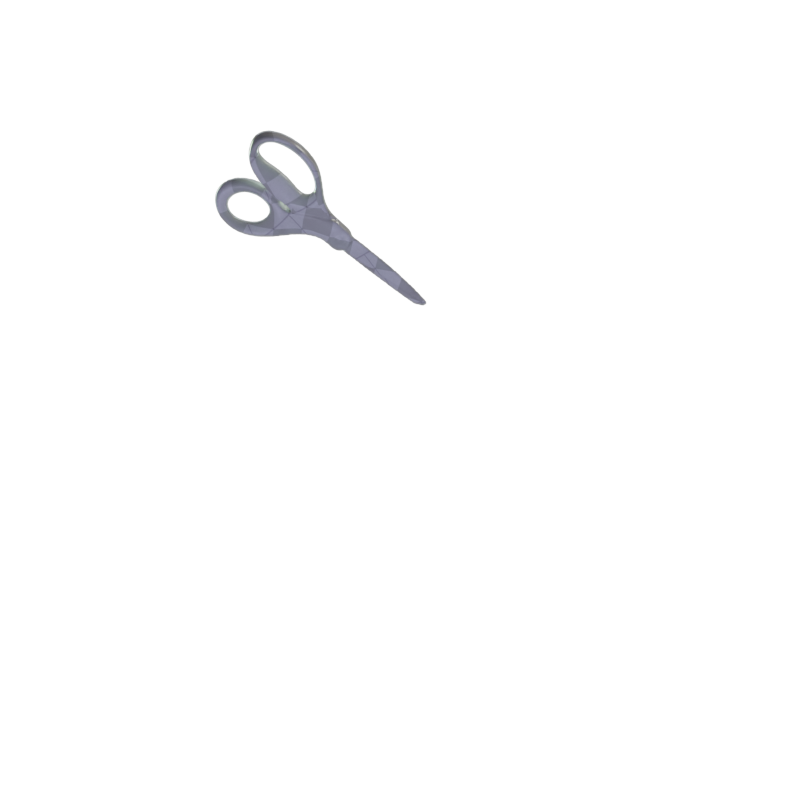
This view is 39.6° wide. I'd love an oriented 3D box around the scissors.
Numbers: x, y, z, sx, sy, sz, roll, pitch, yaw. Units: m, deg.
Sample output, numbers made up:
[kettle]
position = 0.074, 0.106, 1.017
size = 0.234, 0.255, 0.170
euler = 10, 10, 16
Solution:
[scissors]
position = -0.070, -0.127, 0.891
size = 0.096, 0.189, 0.017
euler = -28, 28, 16
